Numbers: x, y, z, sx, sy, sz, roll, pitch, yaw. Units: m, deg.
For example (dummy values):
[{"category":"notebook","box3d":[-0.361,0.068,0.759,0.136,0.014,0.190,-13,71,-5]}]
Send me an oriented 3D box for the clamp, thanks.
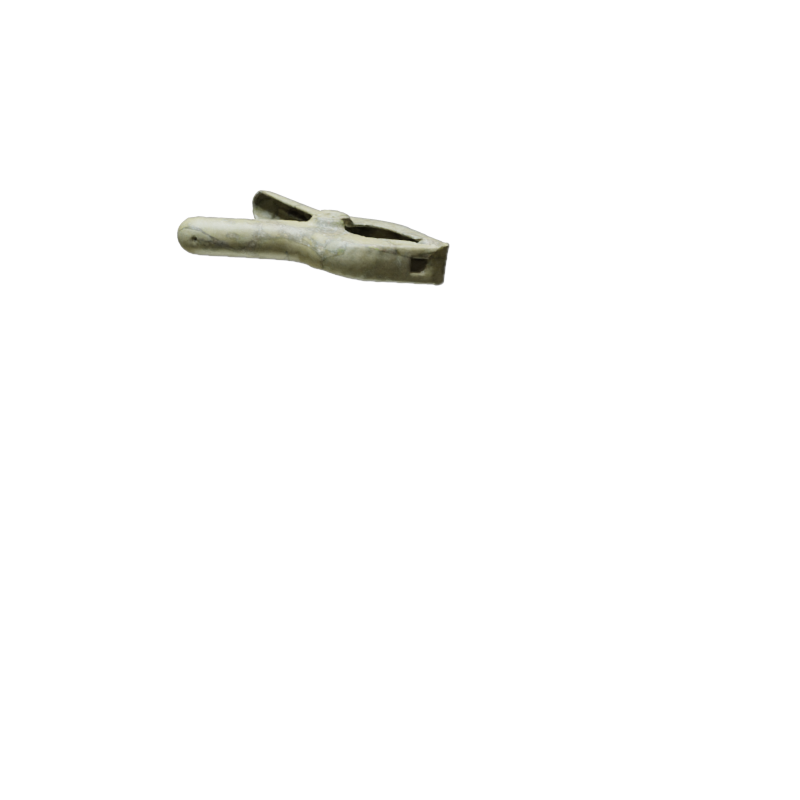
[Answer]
[{"category":"clamp","box3d":[-0.057,-0.104,0.728,0.180,0.037,0.121,15,30,28]}]
